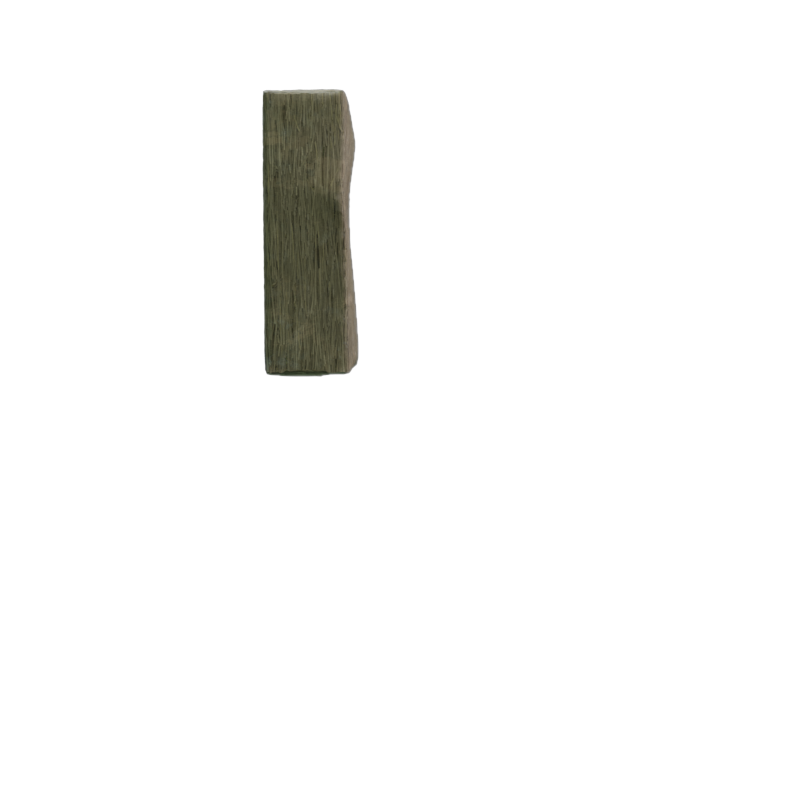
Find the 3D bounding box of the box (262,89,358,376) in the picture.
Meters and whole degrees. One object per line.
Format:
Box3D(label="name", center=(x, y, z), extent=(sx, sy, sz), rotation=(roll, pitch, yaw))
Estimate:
Box3D(label="box", center=(-0.070, -0.128, 0.895), extent=(0.072, 0.216, 0.162), rotation=(0, -3, -1))
